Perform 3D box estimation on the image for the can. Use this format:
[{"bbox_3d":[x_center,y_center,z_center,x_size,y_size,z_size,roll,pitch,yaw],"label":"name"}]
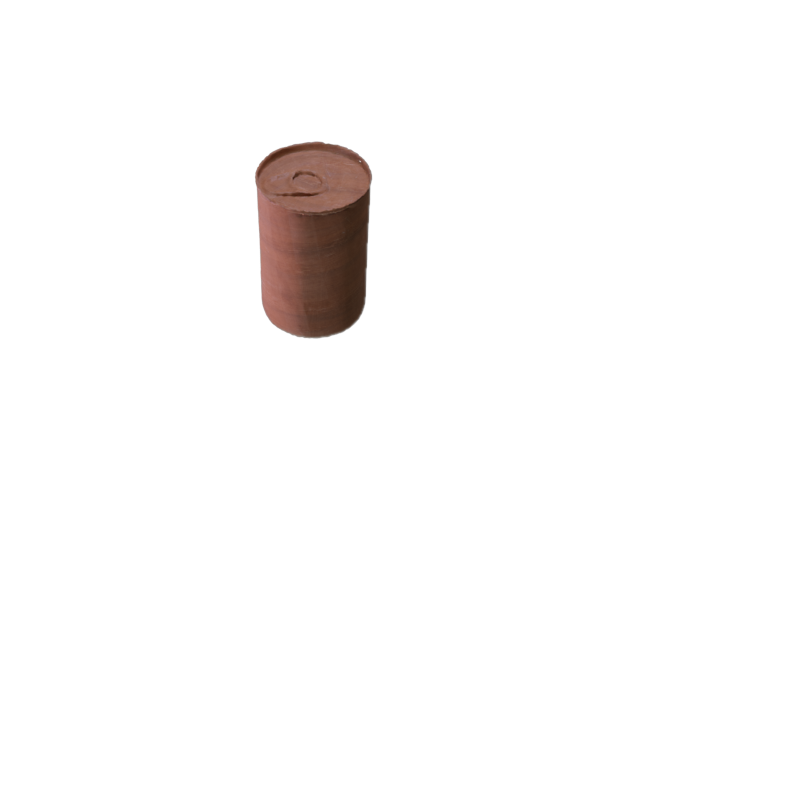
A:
[{"bbox_3d":[-0.053,-0.096,0.674,0.068,0.095,0.074,0,44,-3],"label":"can"}]
